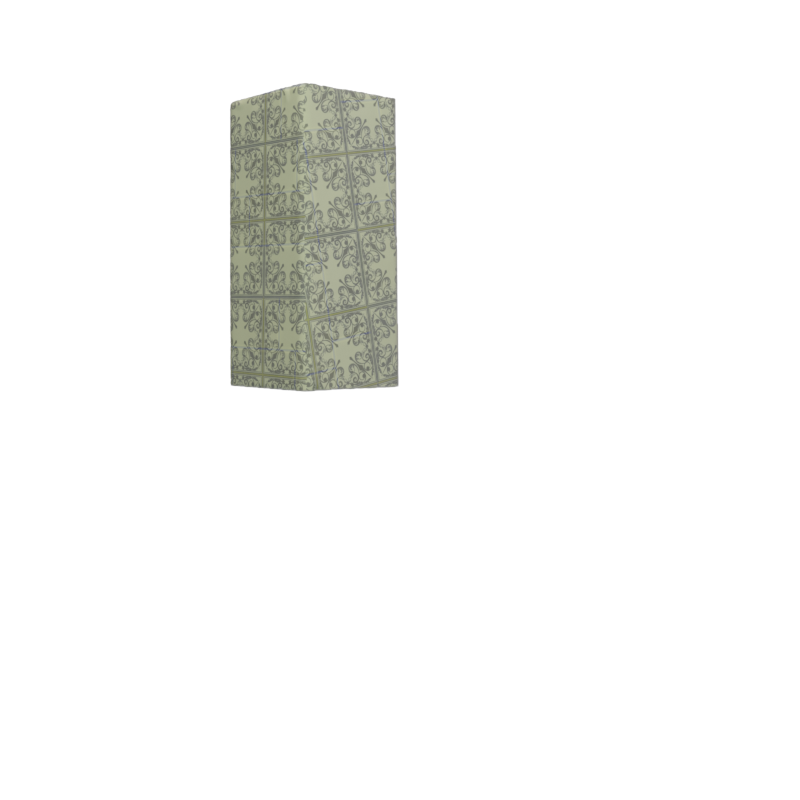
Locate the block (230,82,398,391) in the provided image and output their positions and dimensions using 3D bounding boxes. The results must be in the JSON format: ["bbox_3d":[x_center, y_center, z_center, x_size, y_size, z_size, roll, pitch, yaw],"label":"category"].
[{"bbox_3d":[-0.063,-0.114,0.797,0.086,0.208,0.094,2,-4,-41],"label":"block"}]
